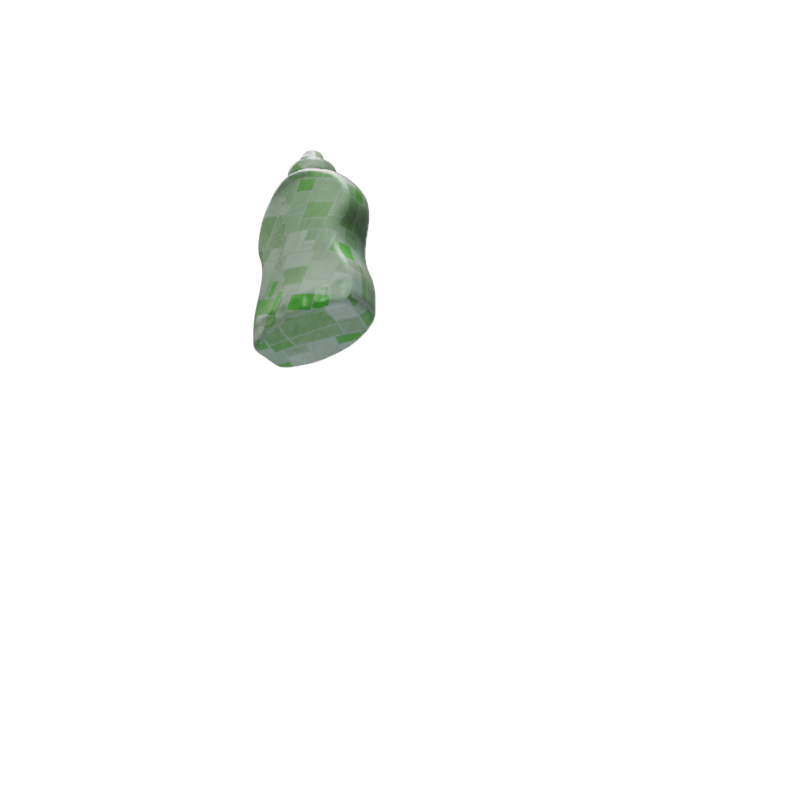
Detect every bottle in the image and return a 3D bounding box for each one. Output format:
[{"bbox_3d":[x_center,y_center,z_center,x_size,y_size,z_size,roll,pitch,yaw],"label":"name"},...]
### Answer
[{"bbox_3d":[-0.068,-0.124,0.866,0.096,0.206,0.054,-29,-45,28],"label":"bottle"}]
